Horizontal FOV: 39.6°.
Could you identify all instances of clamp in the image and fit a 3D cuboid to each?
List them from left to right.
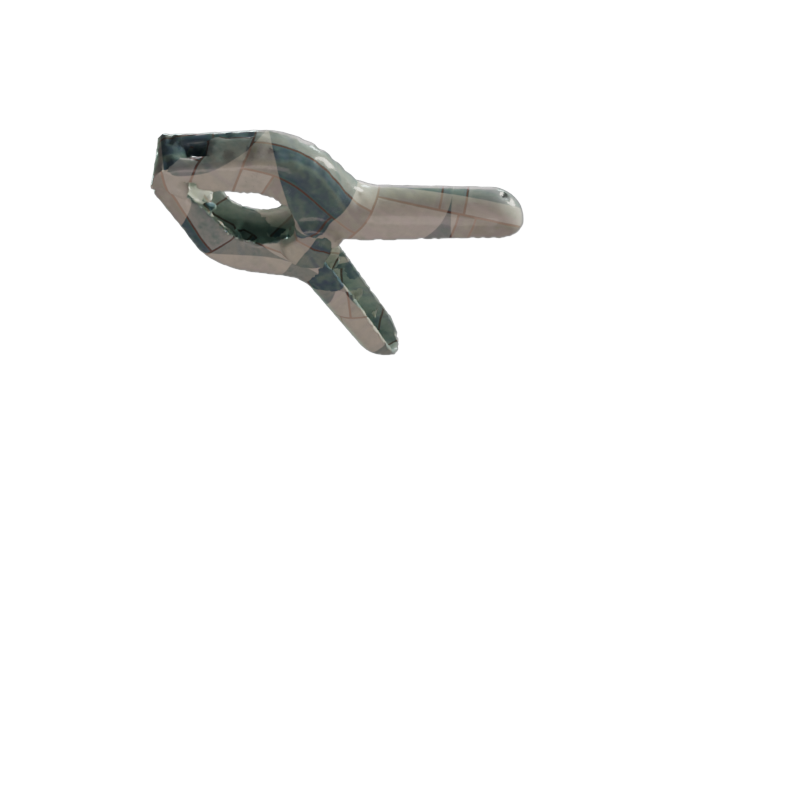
[{"bbox_3d":[-0.042,-0.076,0.532,0.167,0.115,0.042,17,40,-15],"label":"clamp"}]
